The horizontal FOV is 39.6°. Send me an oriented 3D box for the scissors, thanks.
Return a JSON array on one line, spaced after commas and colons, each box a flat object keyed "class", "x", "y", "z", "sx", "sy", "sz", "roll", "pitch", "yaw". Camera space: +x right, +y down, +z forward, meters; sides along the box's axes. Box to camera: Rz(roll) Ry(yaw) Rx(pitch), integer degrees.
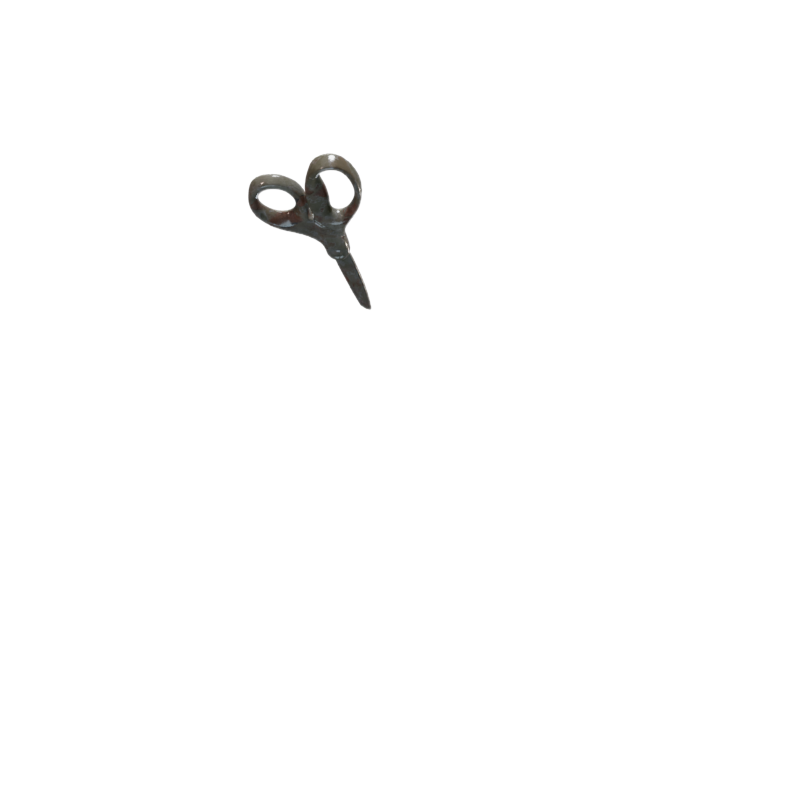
[{"class": "scissors", "x": -0.070, "y": -0.128, "z": 0.895, "sx": 0.096, "sy": 0.017, "sz": 0.189, "roll": 1, "pitch": -31, "yaw": -1}]
